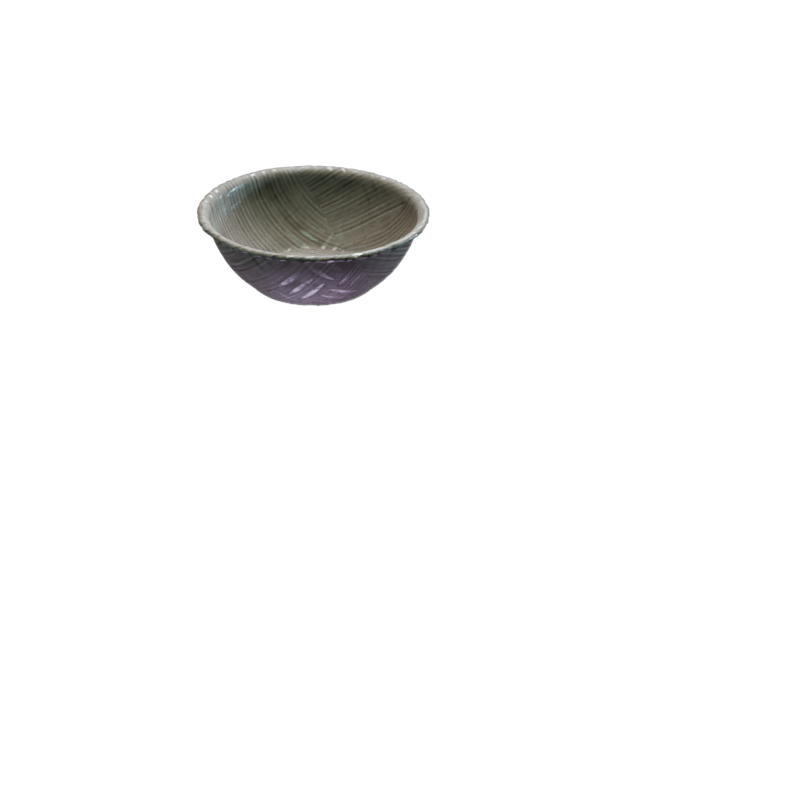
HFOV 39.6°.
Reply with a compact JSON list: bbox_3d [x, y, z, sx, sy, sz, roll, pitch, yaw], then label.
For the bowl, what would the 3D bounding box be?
[{"bbox_3d":[-0.061,-0.112,0.782,0.162,0.052,0.172,-1,32,-2],"label":"bowl"}]
